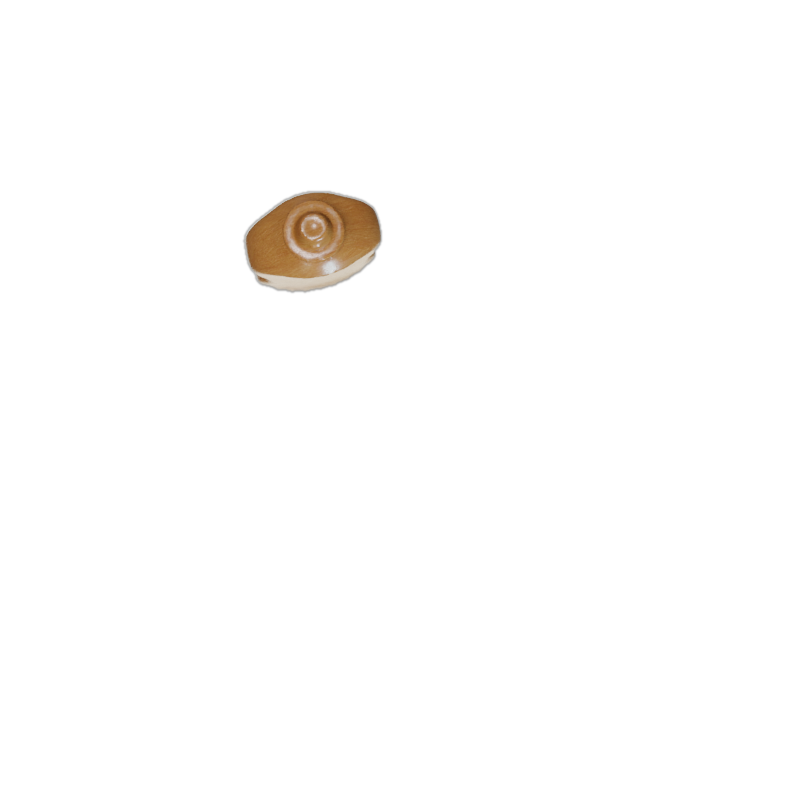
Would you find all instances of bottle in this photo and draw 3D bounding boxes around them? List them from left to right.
[{"bbox_3d":[-0.062,-0.113,0.796,0.096,0.059,0.191,-11,2,-3],"label":"bottle"}]
